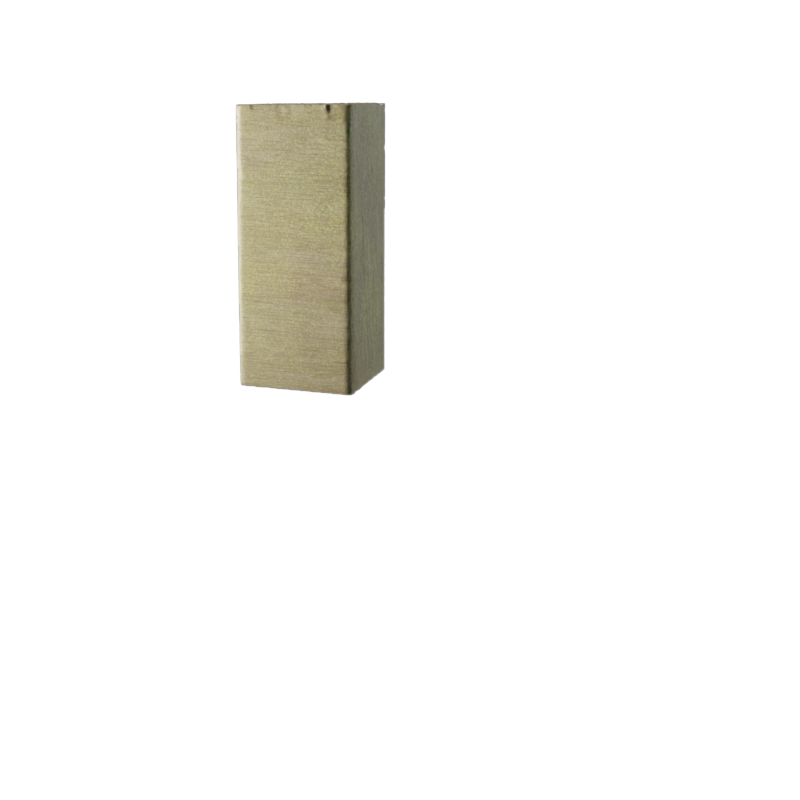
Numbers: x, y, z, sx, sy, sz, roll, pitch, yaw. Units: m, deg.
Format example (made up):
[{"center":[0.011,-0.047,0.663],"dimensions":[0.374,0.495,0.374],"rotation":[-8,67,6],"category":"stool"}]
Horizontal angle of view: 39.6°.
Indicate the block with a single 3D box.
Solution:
[{"center":[-0.065,-0.118,0.828],"dimensions":[0.093,0.202,0.090],"rotation":[3,9,17],"category":"block"}]
